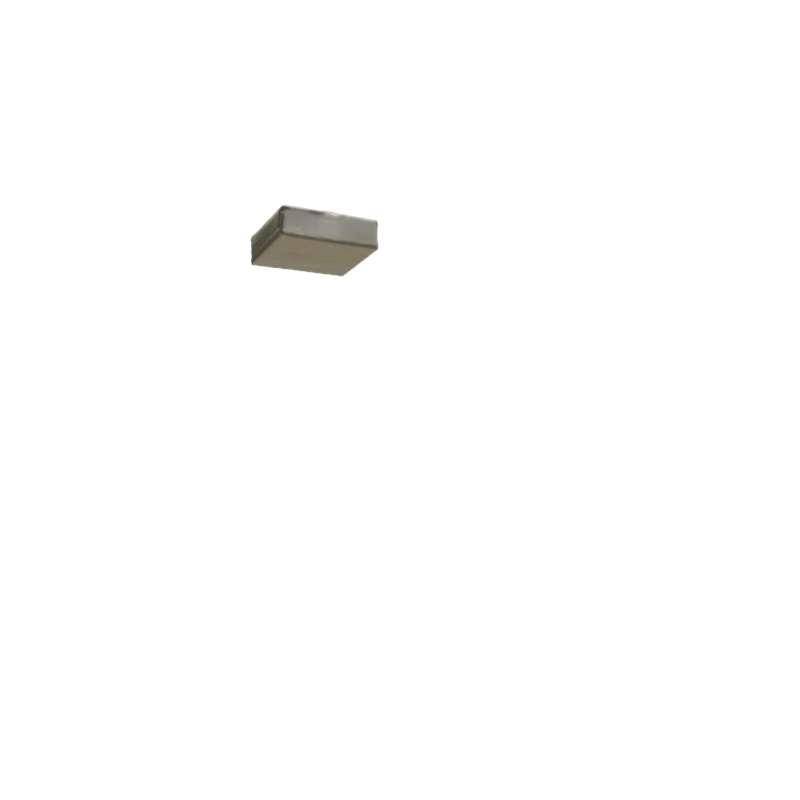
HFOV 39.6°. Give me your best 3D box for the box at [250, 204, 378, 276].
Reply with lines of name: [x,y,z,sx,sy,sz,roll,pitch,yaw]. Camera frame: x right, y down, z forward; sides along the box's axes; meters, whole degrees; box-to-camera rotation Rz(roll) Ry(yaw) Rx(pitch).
box: [-0.073,-0.133,0.934,0.086,0.031,0.072,7,-17,-23]
